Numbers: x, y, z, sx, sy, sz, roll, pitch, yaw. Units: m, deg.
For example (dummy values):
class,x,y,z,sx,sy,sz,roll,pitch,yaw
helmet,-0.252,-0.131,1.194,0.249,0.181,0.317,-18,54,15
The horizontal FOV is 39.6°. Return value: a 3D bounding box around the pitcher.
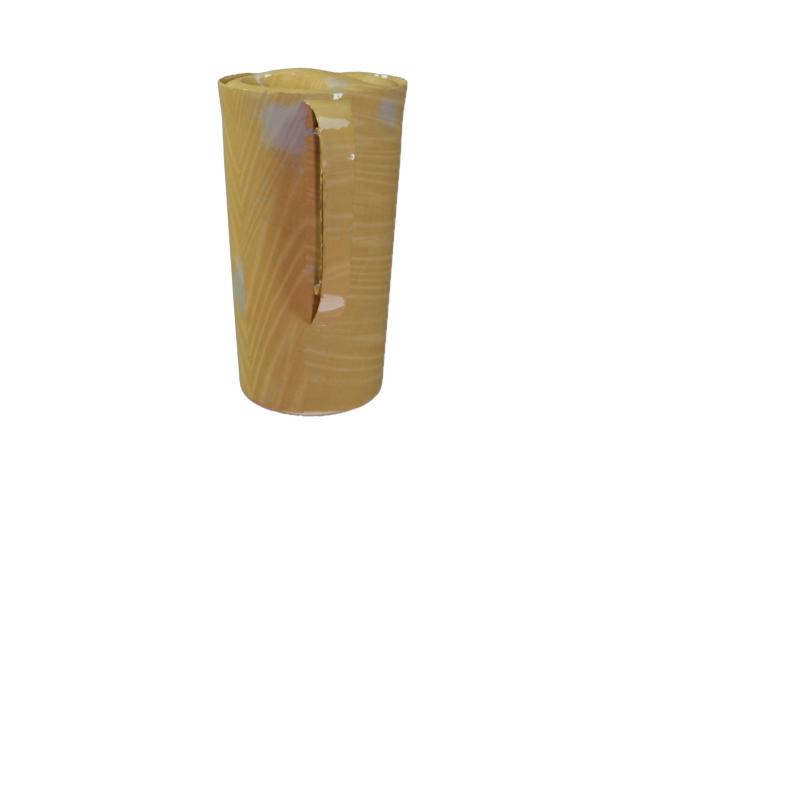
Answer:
class,x,y,z,sx,sy,sz,roll,pitch,yaw
pitcher,-0.062,-0.114,0.795,0.152,0.234,0.148,11,20,30
